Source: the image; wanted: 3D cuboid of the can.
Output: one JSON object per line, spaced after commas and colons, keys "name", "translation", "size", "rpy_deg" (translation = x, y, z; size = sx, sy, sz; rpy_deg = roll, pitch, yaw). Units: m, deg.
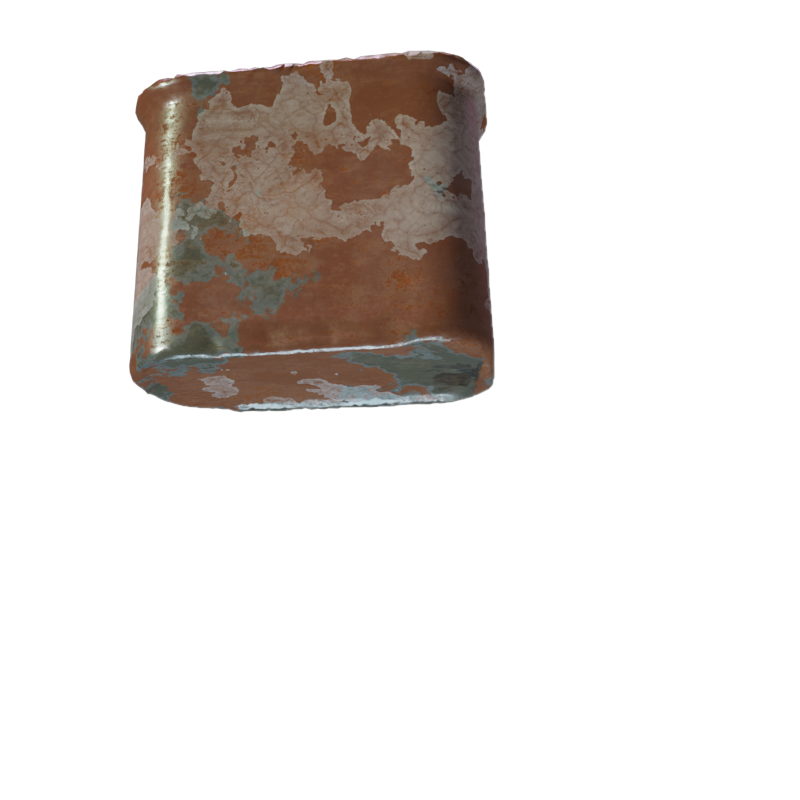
{"name": "can", "translation": [-0.025, -0.045, 0.312], "size": [0.103, 0.088, 0.054], "rpy_deg": [-4, -22, 8]}
